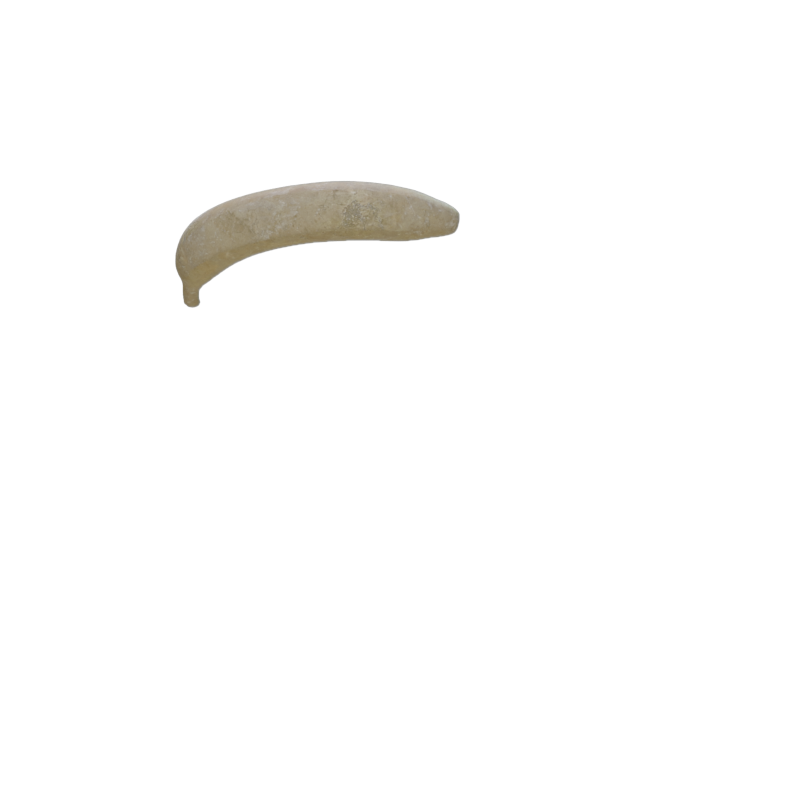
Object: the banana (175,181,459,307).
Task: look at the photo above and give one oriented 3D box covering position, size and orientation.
[{"bbox_3d":[-0.066,-0.105,0.685,0.201,0.039,0.064,-11,-27,23],"label":"banana"}]
